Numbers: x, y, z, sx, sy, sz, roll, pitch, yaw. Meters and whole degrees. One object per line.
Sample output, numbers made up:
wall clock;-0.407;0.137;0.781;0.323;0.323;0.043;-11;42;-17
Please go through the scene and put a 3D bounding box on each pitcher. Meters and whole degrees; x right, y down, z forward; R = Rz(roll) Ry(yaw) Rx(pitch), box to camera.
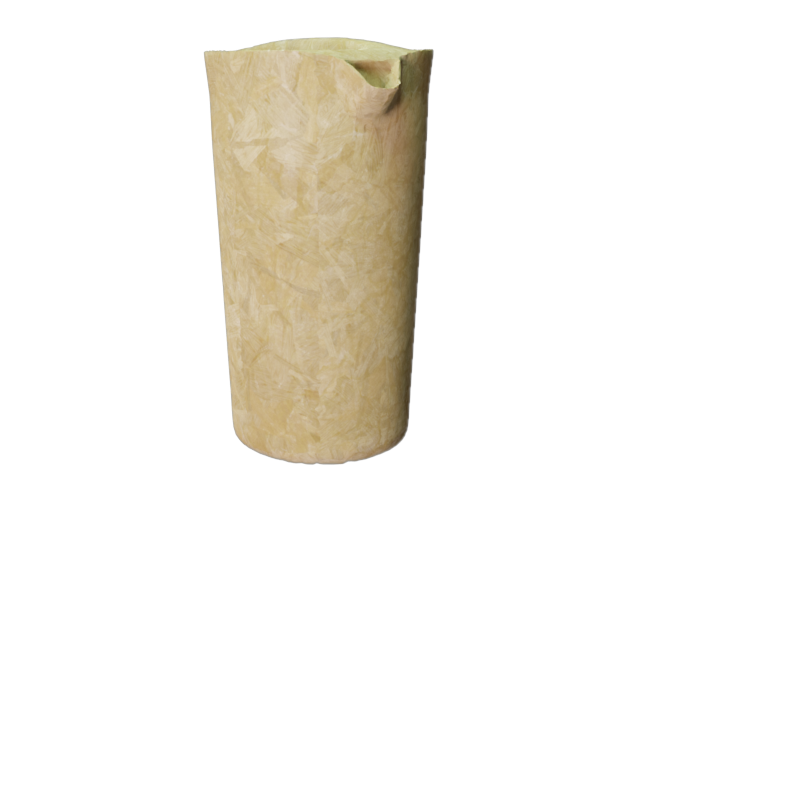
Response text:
pitcher;-0.053;-0.096;0.672;0.149;0.237;0.150;4;13;16
